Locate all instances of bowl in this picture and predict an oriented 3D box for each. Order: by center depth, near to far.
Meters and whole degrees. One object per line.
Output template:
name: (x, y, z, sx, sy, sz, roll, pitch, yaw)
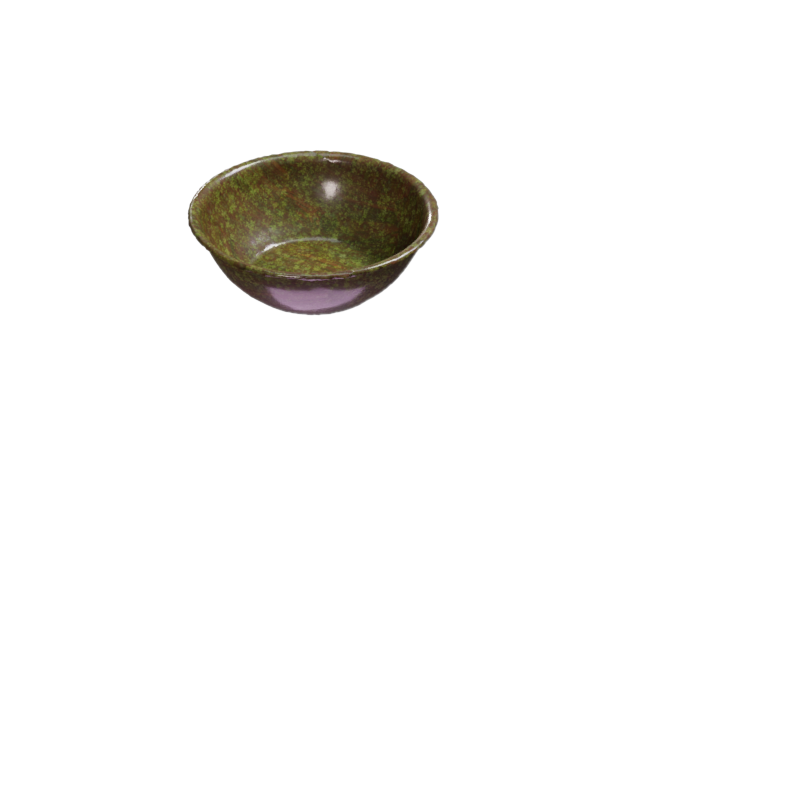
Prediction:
bowl: (-0.057, -0.104, 0.728, 0.162, 0.051, 0.173, -1, 37, -2)
